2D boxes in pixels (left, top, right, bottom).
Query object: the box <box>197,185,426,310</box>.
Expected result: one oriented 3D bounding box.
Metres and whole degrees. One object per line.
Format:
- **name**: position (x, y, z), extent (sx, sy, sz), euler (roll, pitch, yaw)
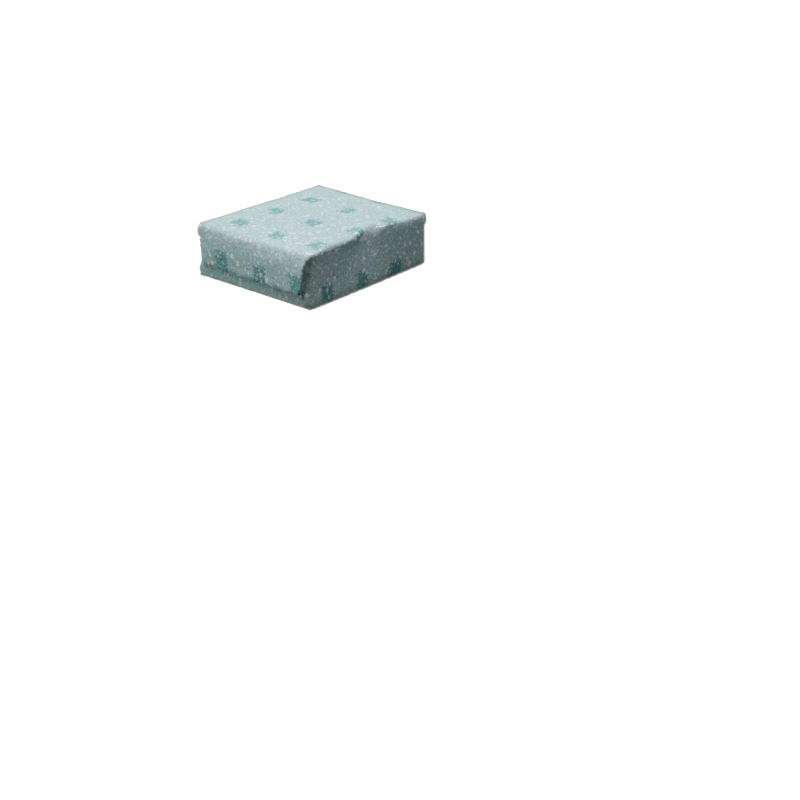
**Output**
- **box**: position (-0.042, -0.077, 0.541), extent (0.077, 0.029, 0.088), euler (20, 32, 36)
